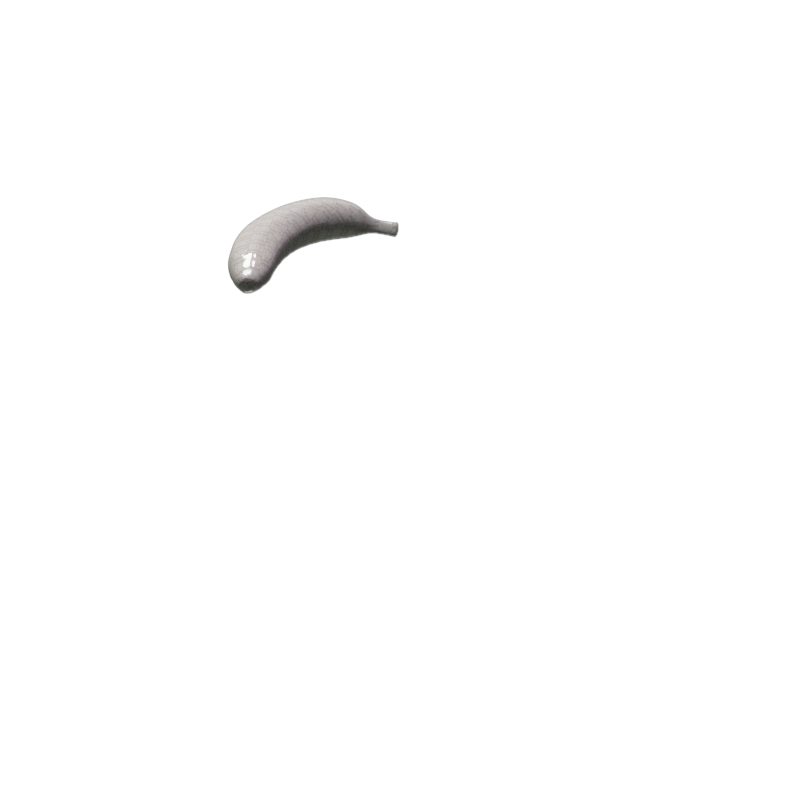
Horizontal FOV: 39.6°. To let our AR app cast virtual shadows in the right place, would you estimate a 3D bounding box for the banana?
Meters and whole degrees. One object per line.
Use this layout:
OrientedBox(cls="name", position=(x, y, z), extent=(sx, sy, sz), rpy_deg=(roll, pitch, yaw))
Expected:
OrientedBox(cls="banana", position=(-0.079, -0.125, 0.844), extent=(0.073, 0.035, 0.197), rpy_deg=(14, 28, 29))
